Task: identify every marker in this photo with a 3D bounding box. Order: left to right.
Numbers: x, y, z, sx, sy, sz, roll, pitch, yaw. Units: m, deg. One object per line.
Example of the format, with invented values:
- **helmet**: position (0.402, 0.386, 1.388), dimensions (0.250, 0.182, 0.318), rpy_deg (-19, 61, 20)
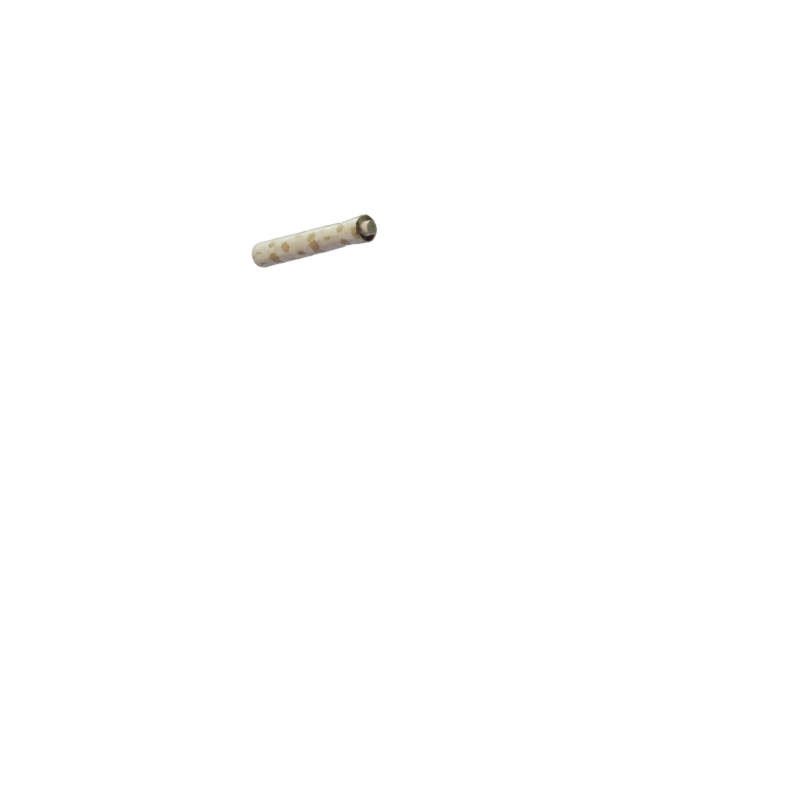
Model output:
- **marker**: position (-0.060, -0.109, 0.762), dimensions (0.019, 0.020, 0.124), rpy_deg (-3, -1, -42)
